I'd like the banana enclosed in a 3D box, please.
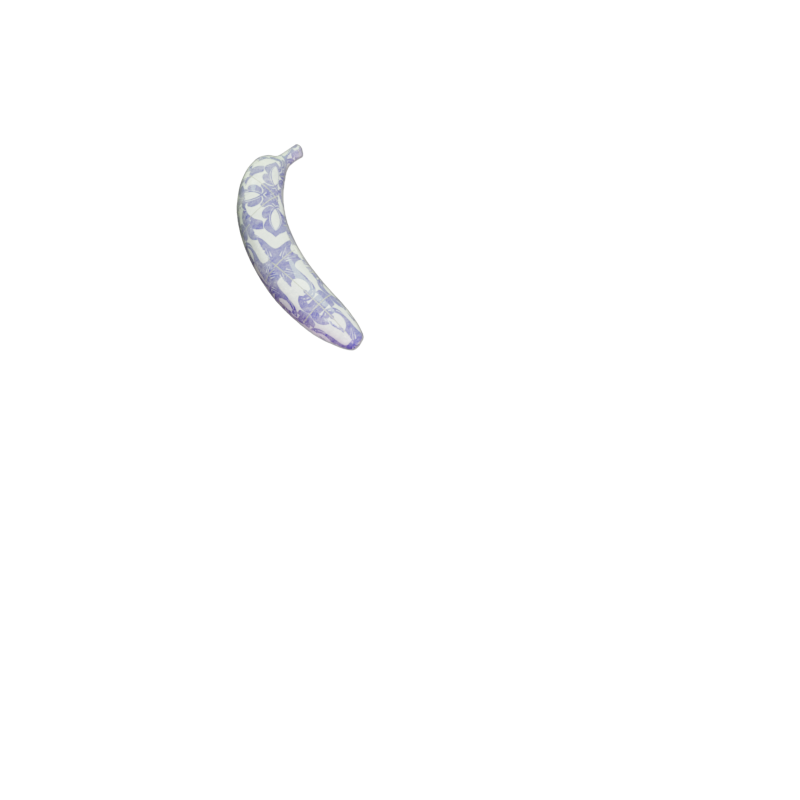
[{"bbox_3d":[-0.086,-0.122,0.858,0.069,0.212,0.034,-13,-29,-8],"label":"banana"}]
